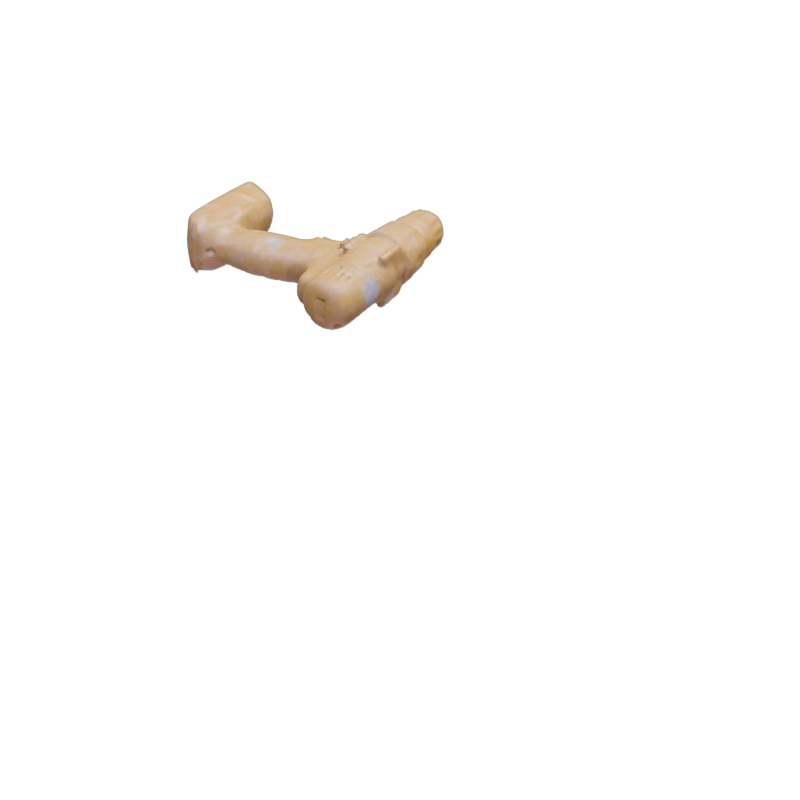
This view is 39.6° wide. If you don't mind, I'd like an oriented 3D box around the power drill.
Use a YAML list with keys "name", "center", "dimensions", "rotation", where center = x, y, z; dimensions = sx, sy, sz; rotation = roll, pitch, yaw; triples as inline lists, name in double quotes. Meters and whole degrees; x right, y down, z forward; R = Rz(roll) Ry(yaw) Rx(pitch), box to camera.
- name: "power drill"
  center: [-0.075, -0.137, 0.962]
  dimensions: [0.197, 0.054, 0.186]
  rotation: [18, 35, 27]
